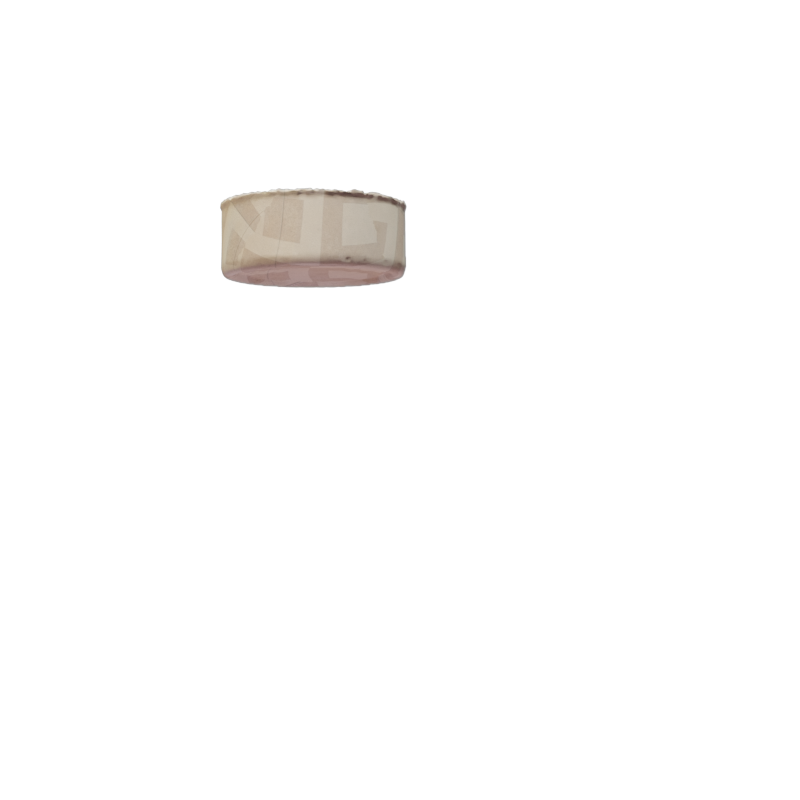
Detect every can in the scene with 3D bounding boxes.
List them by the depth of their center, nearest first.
[{"bbox_3d":[-0.040,-0.073,0.508,0.086,0.034,0.085,0,-2,-2],"label":"can"}]
